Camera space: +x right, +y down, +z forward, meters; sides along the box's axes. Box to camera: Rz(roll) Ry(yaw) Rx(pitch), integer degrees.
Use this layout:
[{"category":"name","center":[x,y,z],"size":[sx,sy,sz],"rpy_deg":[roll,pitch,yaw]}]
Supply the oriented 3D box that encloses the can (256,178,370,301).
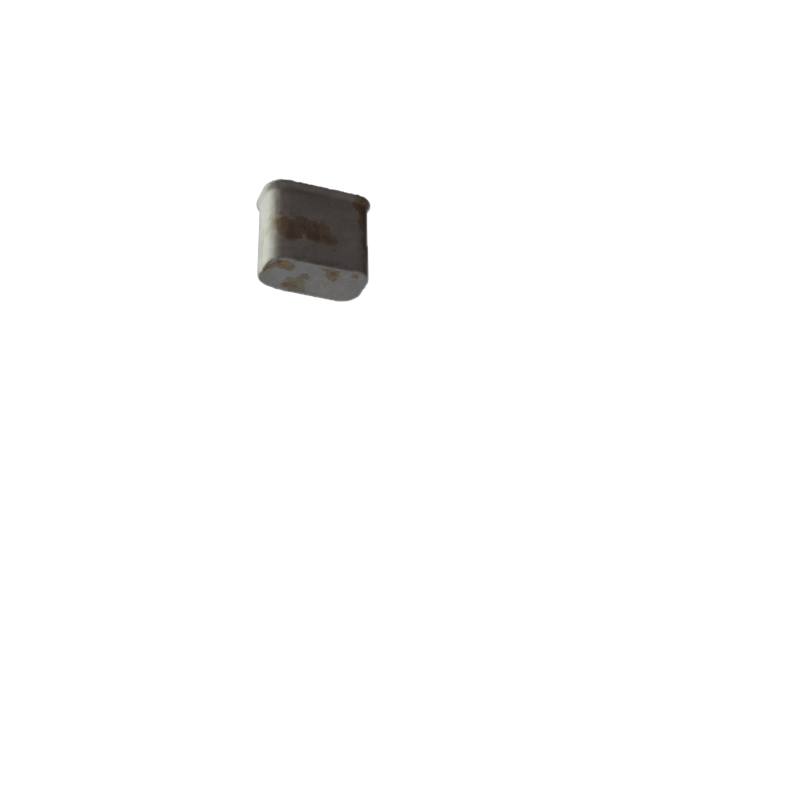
[{"category":"can","center":[-0.078,-0.142,0.993],"size":[0.099,0.089,0.055],"rpy_deg":[10,-33,-18]}]
